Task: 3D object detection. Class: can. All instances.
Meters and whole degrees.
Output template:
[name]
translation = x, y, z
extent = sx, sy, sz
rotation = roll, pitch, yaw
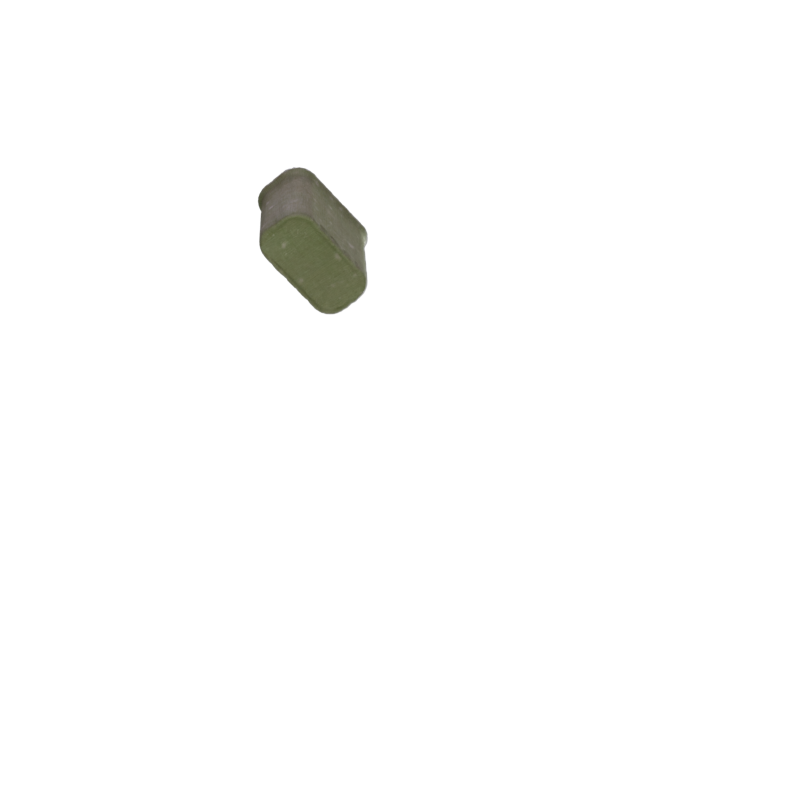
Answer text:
[can]
translation = -0.072, -0.131, 0.918
extent = 0.057, 0.096, 0.089
rotation = -36, 26, 19
